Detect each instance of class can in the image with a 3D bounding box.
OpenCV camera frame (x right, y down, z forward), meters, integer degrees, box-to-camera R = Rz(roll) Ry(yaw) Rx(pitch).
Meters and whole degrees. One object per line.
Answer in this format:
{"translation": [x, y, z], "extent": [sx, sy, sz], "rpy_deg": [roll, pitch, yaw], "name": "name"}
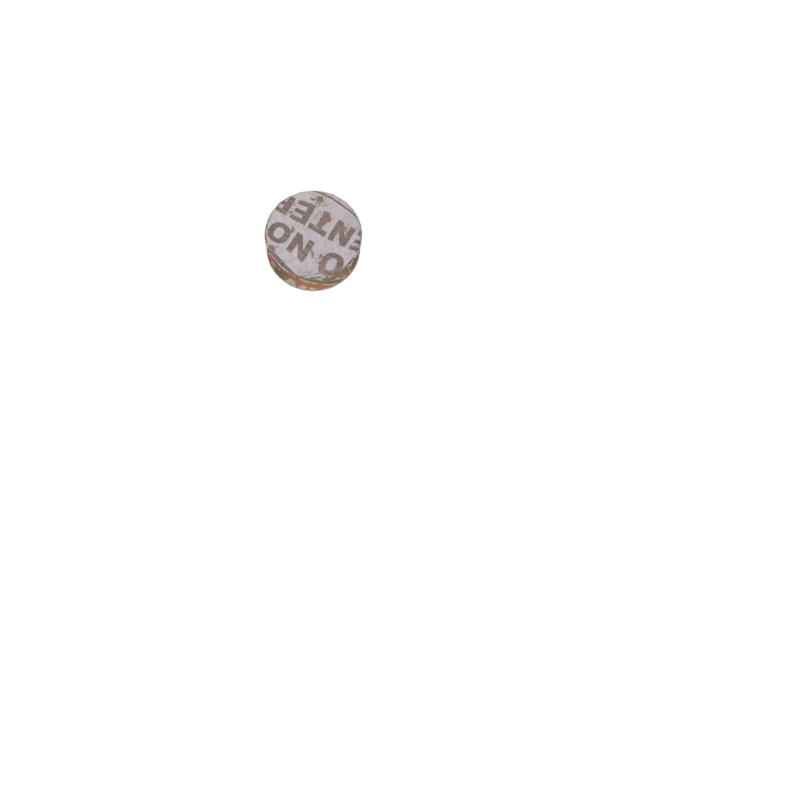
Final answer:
{"translation": [-0.077, -0.141, 0.986], "extent": [0.086, 0.091, 0.032], "rpy_deg": [-1, -24, -1], "name": "can"}
